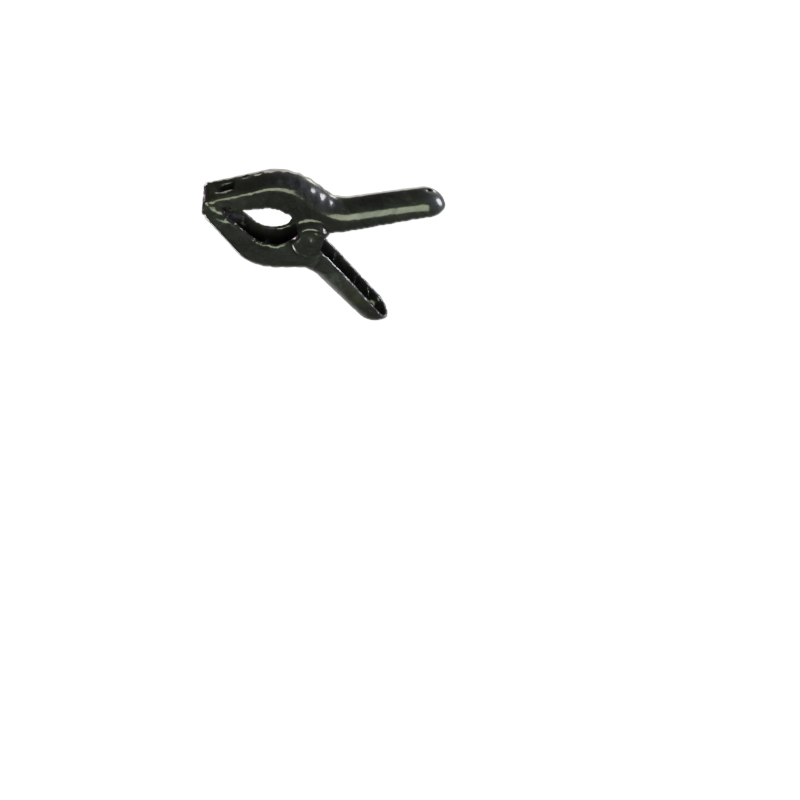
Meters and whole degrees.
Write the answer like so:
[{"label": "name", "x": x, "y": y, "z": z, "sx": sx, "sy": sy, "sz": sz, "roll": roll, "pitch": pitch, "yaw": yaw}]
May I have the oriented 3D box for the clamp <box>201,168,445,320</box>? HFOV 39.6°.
[{"label": "clamp", "x": -0.064, "y": -0.116, "z": 0.812, "sx": 0.169, "sy": 0.114, "sz": 0.042, "roll": 11, "pitch": 31, "yaw": -7}]
